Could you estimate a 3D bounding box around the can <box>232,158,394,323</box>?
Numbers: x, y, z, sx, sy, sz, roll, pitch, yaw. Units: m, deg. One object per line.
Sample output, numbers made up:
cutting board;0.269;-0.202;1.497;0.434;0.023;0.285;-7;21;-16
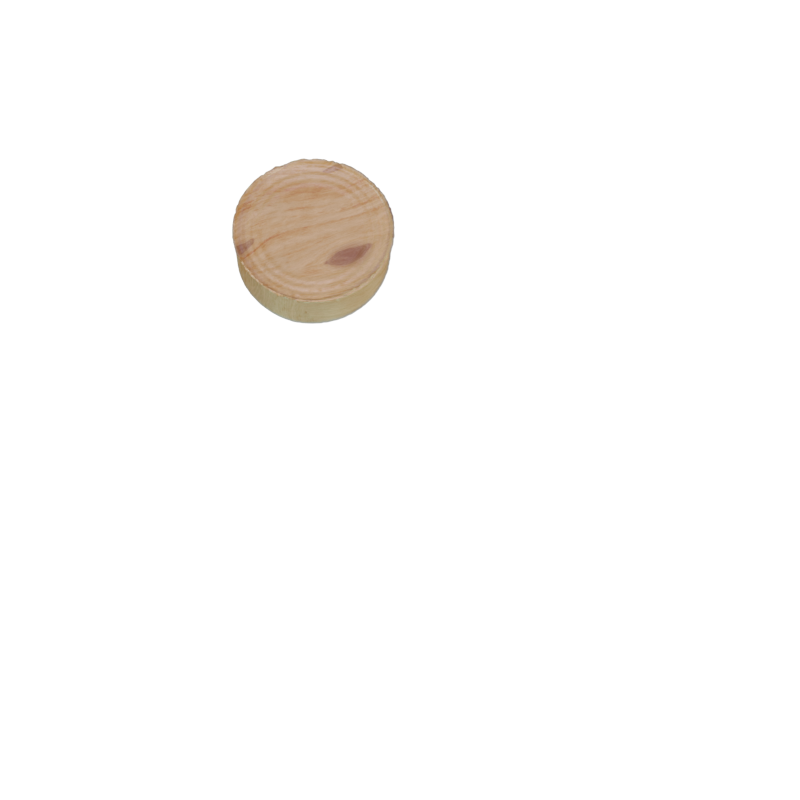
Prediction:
can;-0.047;-0.085;0.599;0.086;0.091;0.032;-1;-25;-1
